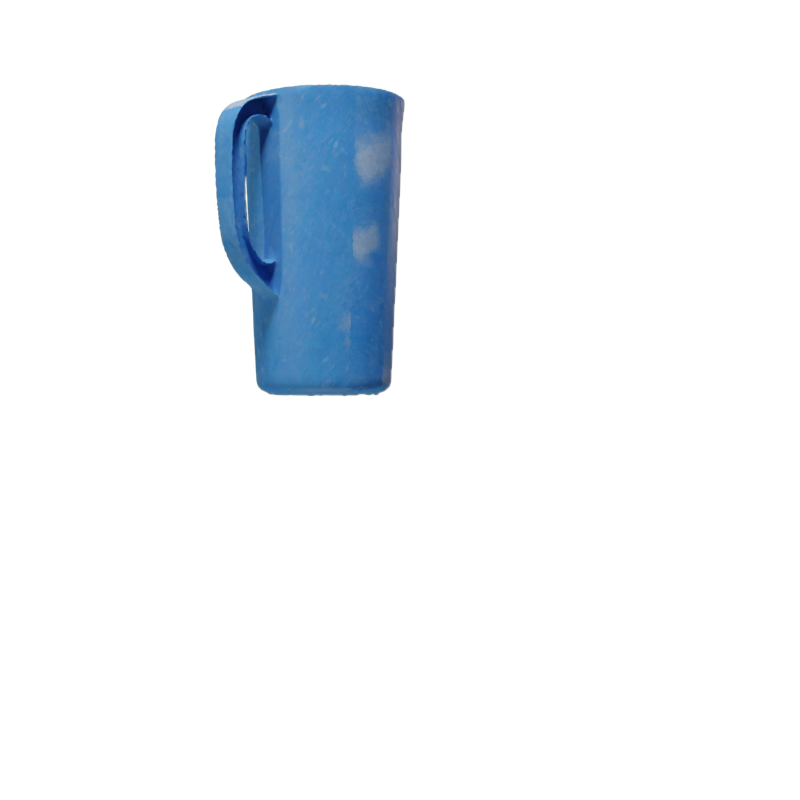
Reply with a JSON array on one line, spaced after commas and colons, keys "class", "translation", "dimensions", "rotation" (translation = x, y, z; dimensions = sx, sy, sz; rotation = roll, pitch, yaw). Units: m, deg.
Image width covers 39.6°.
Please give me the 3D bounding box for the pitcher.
[{"class": "pitcher", "translation": [-0.069, -0.127, 0.887], "dimensions": [0.149, 0.246, 0.143], "rotation": [0, -4, -2]}]
